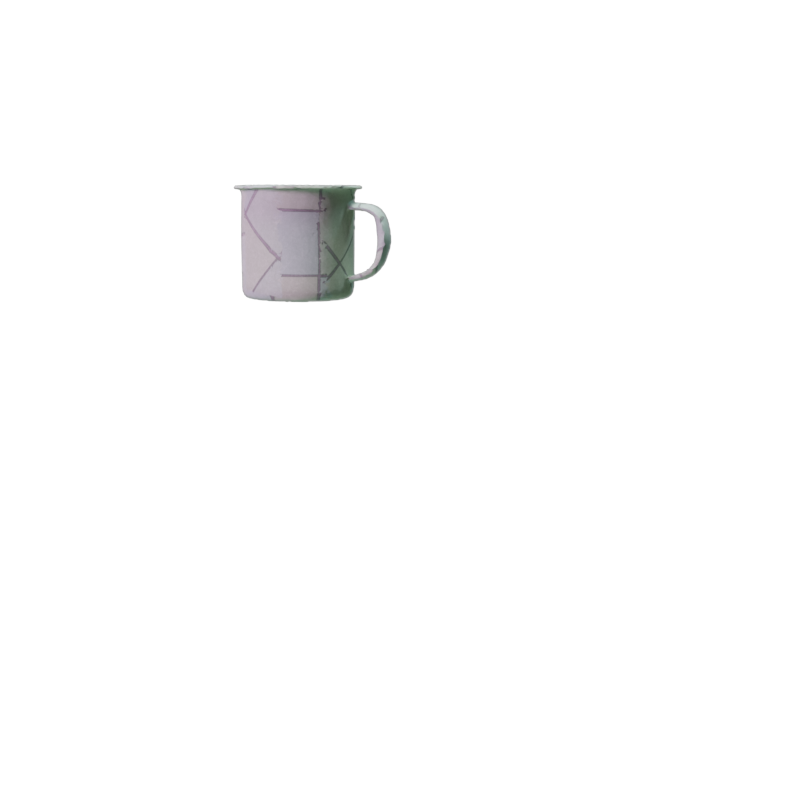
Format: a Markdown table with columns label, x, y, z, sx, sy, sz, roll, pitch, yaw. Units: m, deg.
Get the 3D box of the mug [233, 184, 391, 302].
| label | x | y | z | sx | sy | sz | roll | pitch | yaw |
| --- | --- | --- | --- | --- | --- | --- | --- | --- | --- |
| mug | -0.062 | -0.114 | 0.798 | 0.120 | 0.081 | 0.092 | 3 | 7 | 20 |
